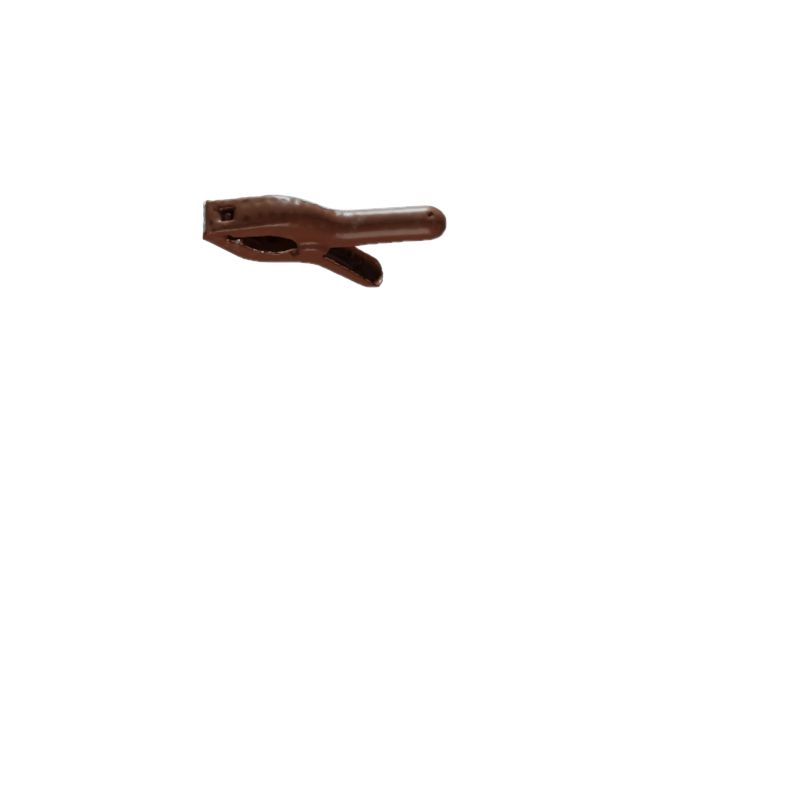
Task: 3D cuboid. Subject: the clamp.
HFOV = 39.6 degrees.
[{"bbox_3d":[-0.064,-0.117,0.817,0.168,0.042,0.116,6,-25,-13],"label":"clamp"}]
